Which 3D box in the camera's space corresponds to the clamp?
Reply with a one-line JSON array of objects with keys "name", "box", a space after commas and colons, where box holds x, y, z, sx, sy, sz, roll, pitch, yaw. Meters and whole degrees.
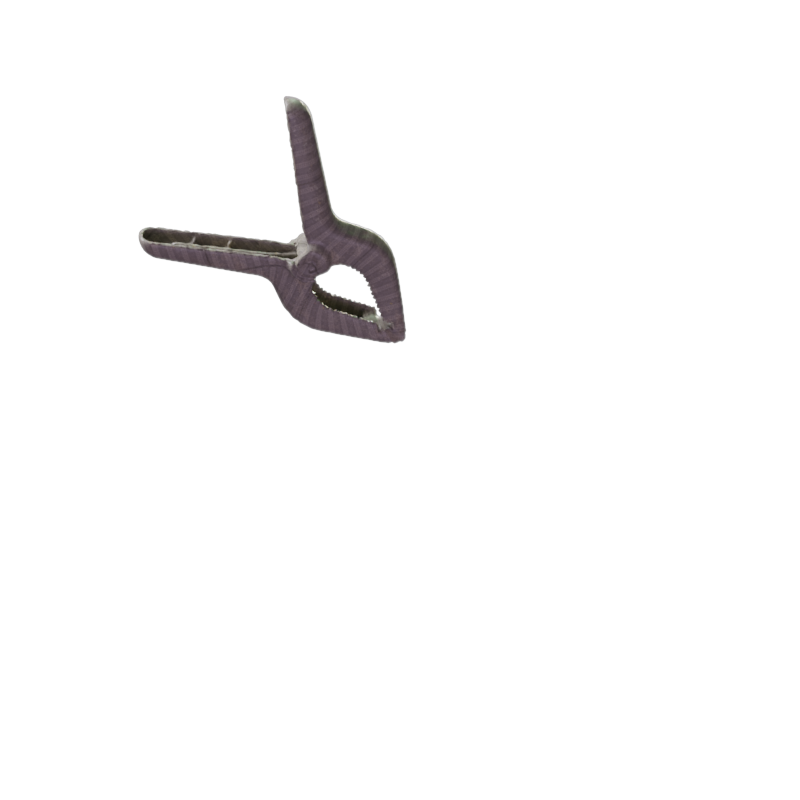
[{"name": "clamp", "box": [-0.064, -0.117, 0.821, 0.200, 0.161, 0.039, 34, 27, -21]}]
